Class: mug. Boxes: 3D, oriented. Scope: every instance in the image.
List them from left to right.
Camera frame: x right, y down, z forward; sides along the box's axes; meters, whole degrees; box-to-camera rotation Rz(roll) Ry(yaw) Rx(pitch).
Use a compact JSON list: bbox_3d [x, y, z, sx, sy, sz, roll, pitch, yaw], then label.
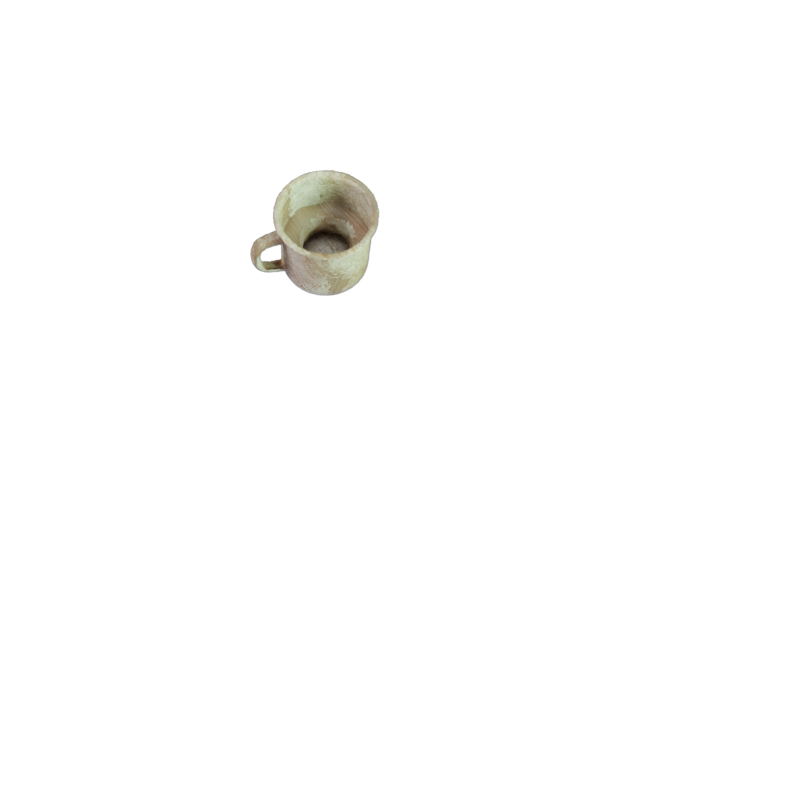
[{"bbox_3d":[-0.078,-0.142,0.997,0.116,0.100,0.077,-21,-25,-12],"label":"mug"}]
